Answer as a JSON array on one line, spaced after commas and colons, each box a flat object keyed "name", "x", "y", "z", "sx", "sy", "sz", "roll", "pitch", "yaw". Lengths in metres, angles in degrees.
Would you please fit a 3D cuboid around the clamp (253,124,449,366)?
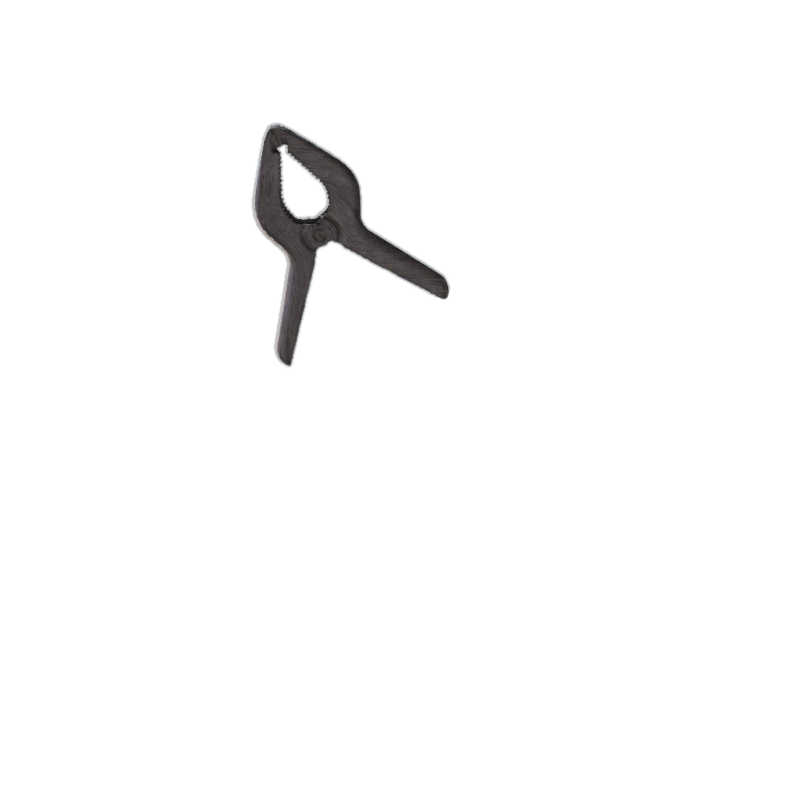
[{"name": "clamp", "x": -0.076, "y": -0.139, "z": 0.972, "sx": 0.164, "sy": 0.204, "sz": 0.037, "roll": -30, "pitch": 11, "yaw": 6}]
